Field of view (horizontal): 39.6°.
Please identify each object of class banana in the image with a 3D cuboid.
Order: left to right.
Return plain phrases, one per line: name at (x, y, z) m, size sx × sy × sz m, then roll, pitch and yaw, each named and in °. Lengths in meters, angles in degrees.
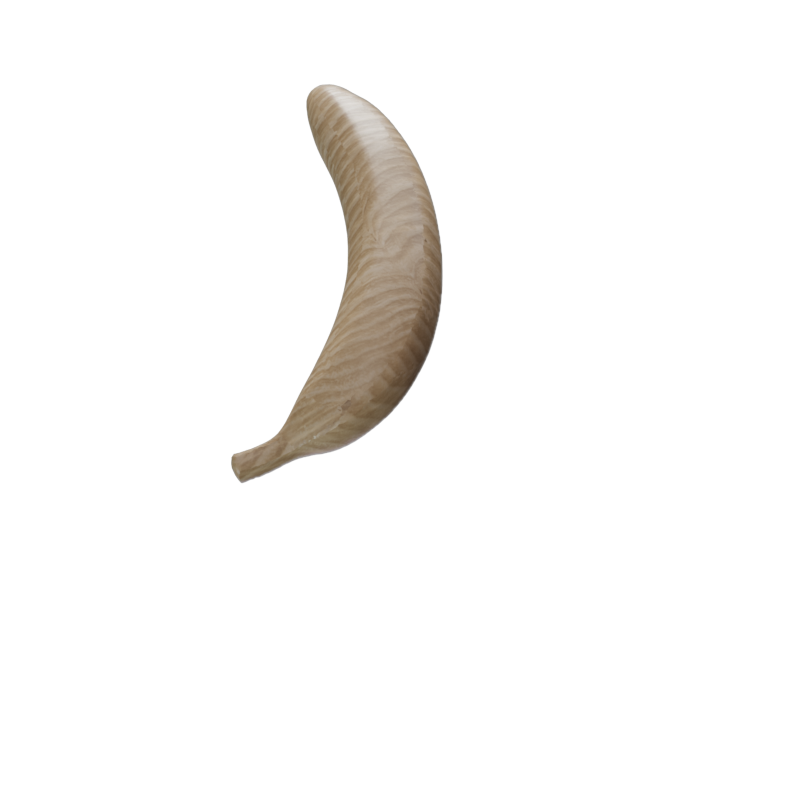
banana at (-0.017, -0.058, 0.443) m, size 0.070 × 0.210 × 0.034 m, roll 5°, pitch -37°, yaw 3°
